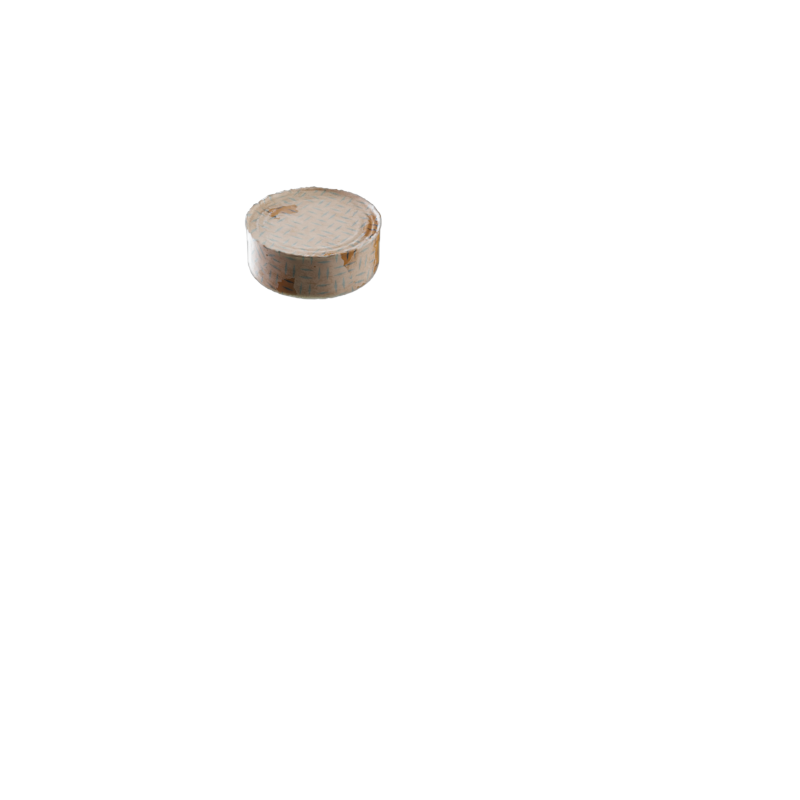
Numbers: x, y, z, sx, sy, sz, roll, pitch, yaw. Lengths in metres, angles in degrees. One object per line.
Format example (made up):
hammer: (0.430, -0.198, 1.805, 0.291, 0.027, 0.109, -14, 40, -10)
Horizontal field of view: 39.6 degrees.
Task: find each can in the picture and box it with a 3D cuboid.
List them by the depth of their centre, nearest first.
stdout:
can: (-0.055, -0.100, 0.702, 0.086, 0.031, 0.092, -1, 37, -2)
